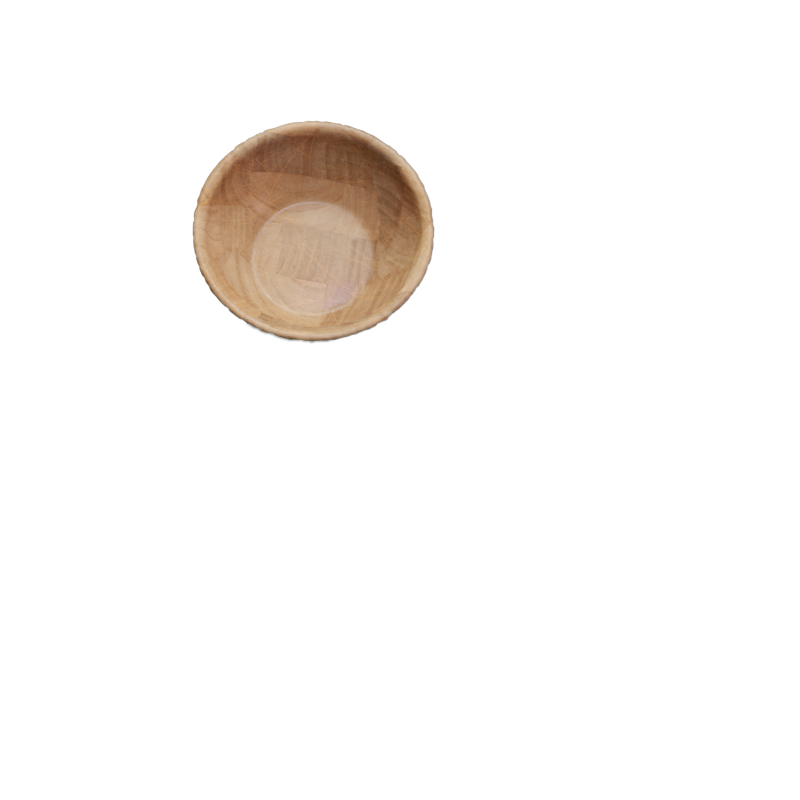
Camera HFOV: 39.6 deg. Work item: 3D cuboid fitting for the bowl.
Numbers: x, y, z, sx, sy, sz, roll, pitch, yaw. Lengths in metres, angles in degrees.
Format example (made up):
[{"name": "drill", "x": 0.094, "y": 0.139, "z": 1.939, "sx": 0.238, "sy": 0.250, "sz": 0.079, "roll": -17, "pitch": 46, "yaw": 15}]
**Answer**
[{"name": "bowl", "x": -0.060, "y": -0.109, "z": 0.760, "sx": 0.162, "sy": 0.171, "sz": 0.052, "roll": -1, "pitch": -22, "yaw": -1}]
